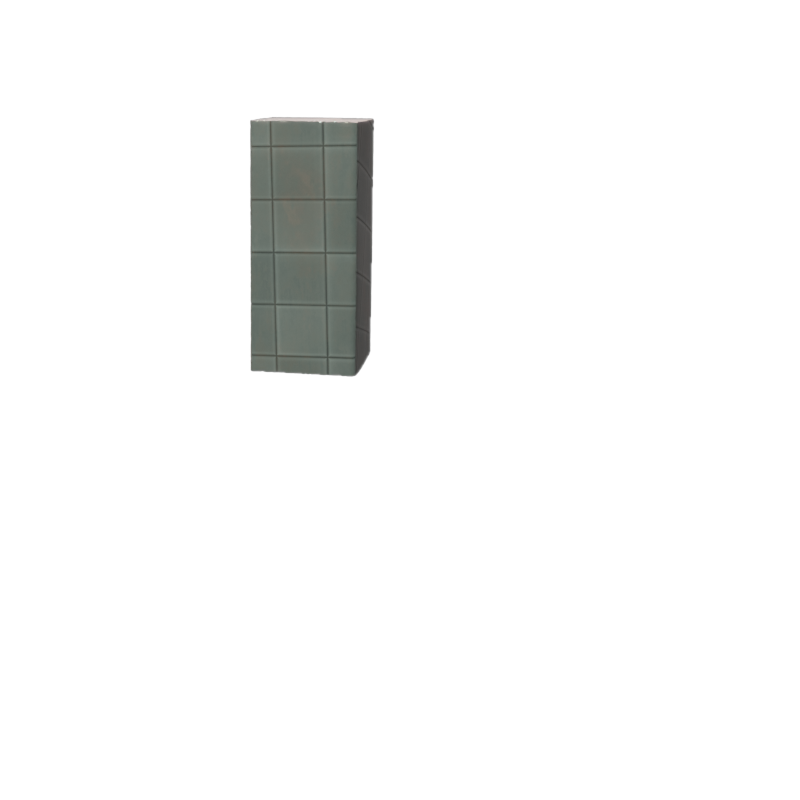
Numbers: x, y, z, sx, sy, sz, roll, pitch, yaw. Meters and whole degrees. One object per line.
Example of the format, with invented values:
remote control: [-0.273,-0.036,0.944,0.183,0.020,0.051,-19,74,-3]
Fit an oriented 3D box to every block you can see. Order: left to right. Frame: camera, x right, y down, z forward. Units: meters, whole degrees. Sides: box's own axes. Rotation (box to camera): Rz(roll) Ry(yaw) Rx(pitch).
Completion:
block: [-0.073,-0.133,0.932,0.092,0.202,0.091,2,10,9]
